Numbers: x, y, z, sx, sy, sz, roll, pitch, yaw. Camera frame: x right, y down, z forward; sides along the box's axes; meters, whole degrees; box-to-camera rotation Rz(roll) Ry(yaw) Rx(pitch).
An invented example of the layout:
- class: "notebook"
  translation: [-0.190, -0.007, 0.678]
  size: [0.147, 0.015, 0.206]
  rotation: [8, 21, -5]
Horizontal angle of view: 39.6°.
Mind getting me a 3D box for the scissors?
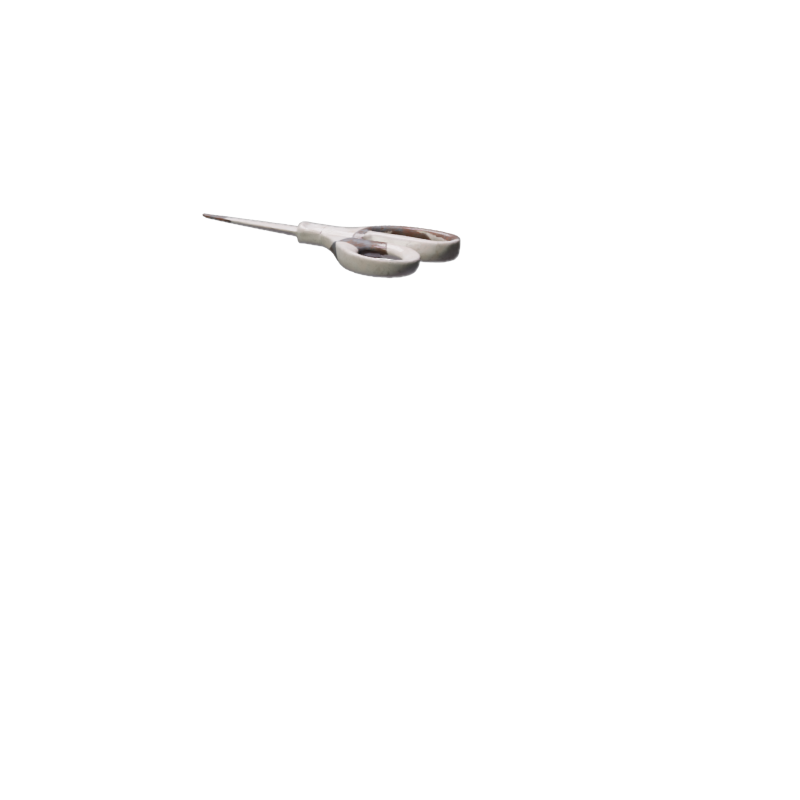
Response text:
- class: "scissors"
  translation: [-0.061, -0.111, 0.776]
  size: [0.206, 0.015, 0.098]
  rotation: [6, 24, 15]
